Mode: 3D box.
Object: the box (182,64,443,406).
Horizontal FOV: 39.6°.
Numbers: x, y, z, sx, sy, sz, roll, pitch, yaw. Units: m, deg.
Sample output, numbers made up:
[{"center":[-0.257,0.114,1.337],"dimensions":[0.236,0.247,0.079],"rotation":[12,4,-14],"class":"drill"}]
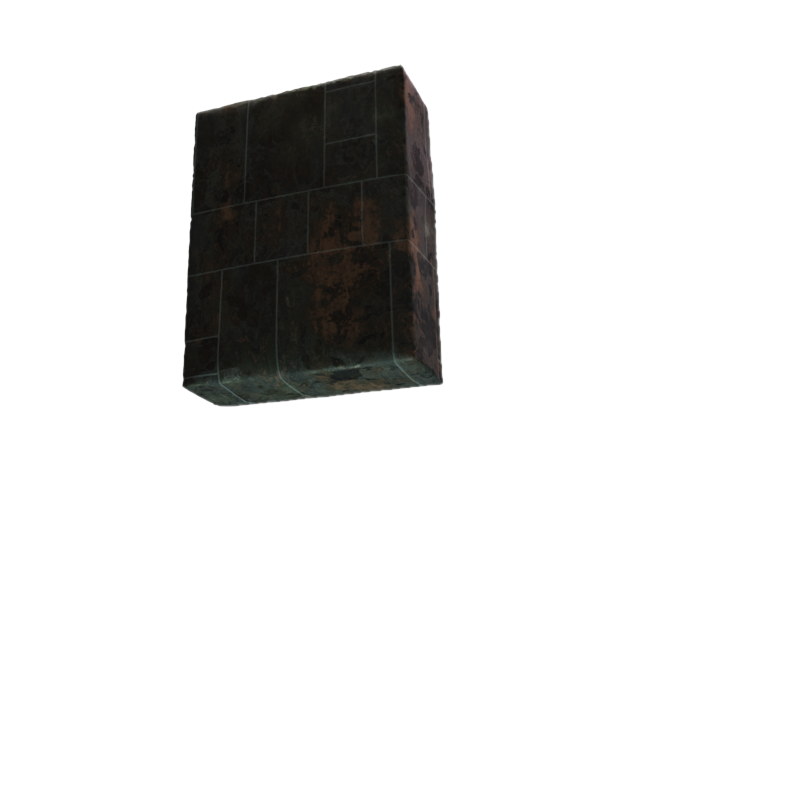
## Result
[{"center":[-0.060,-0.110,0.771],"dimensions":[0.167,0.225,0.067],"rotation":[-9,-24,19],"class":"box"}]
